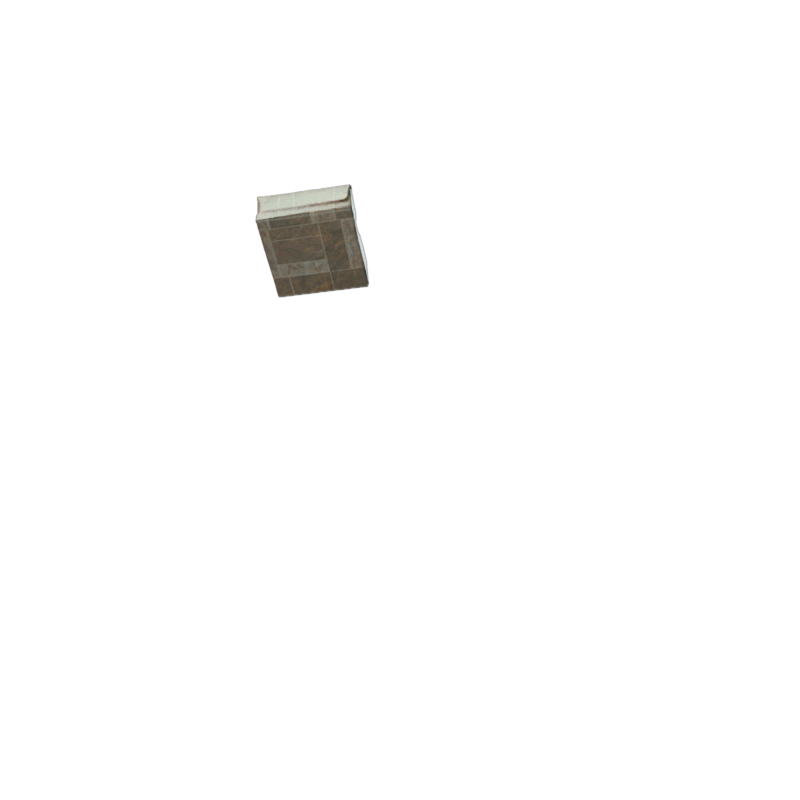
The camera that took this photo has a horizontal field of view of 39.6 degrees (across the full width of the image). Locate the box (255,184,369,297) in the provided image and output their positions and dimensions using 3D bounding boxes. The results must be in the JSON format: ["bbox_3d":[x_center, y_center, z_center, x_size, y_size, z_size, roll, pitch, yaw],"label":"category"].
[{"bbox_3d":[-0.067,-0.122,0.852,0.074,0.032,0.082,-6,-43,6],"label":"box"}]
